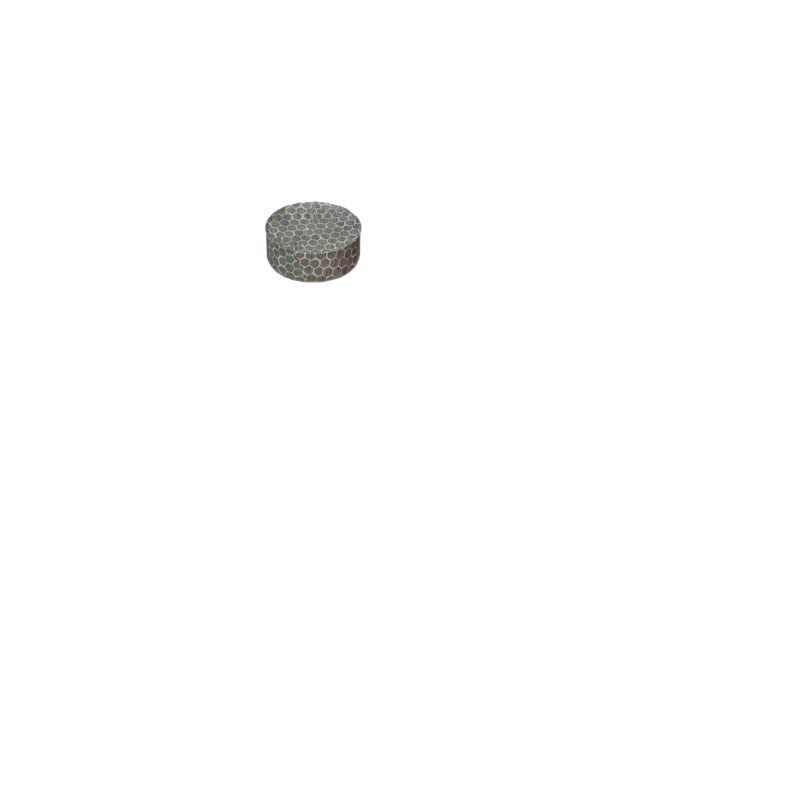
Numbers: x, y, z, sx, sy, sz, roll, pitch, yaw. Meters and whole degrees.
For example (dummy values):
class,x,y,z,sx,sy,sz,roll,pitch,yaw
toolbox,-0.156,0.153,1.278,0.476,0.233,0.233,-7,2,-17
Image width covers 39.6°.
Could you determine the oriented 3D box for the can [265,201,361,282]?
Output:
class,x,y,z,sx,sy,sz,roll,pitch,yaw
can,-0.078,-0.142,0.992,0.086,0.031,0.092,-1,38,-2
